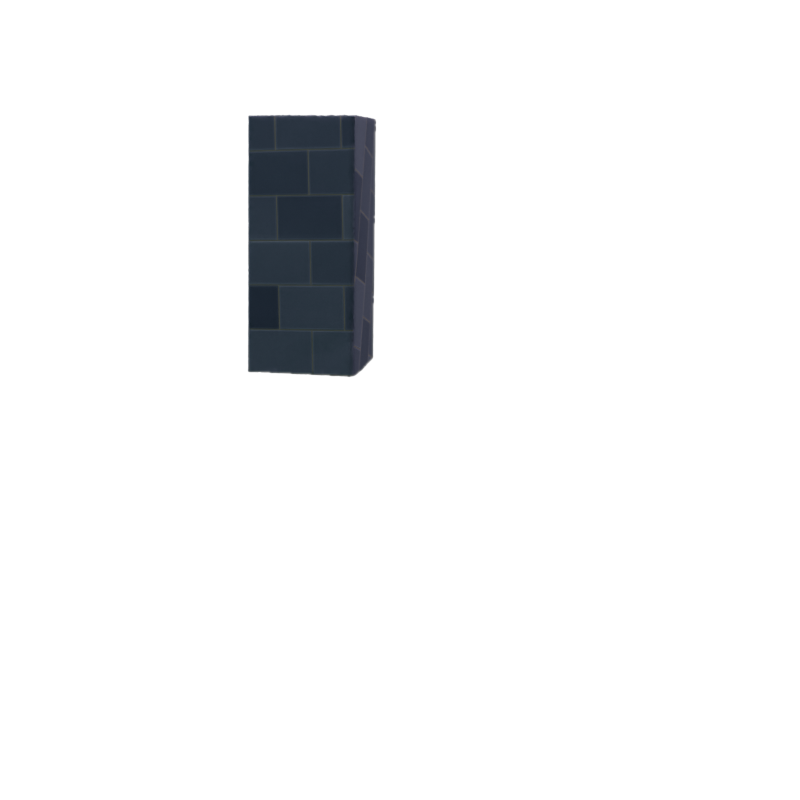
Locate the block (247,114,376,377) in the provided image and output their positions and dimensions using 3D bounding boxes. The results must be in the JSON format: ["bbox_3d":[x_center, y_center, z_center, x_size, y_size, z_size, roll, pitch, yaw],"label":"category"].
[{"bbox_3d":[-0.071,-0.131,0.918,0.092,0.204,0.090,1,6,12],"label":"block"}]
